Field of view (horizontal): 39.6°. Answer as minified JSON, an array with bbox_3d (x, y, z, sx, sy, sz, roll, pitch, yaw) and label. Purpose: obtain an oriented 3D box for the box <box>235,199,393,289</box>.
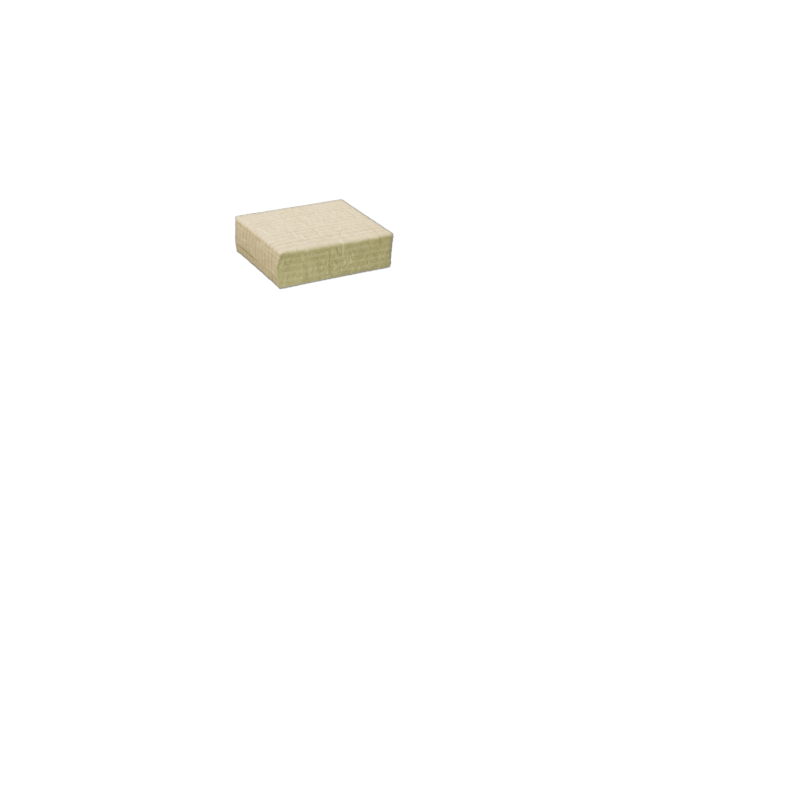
[{"bbox_3d":[-0.076,-0.138,0.970,0.112,0.037,0.097,-16,33,-27],"label":"box"}]
